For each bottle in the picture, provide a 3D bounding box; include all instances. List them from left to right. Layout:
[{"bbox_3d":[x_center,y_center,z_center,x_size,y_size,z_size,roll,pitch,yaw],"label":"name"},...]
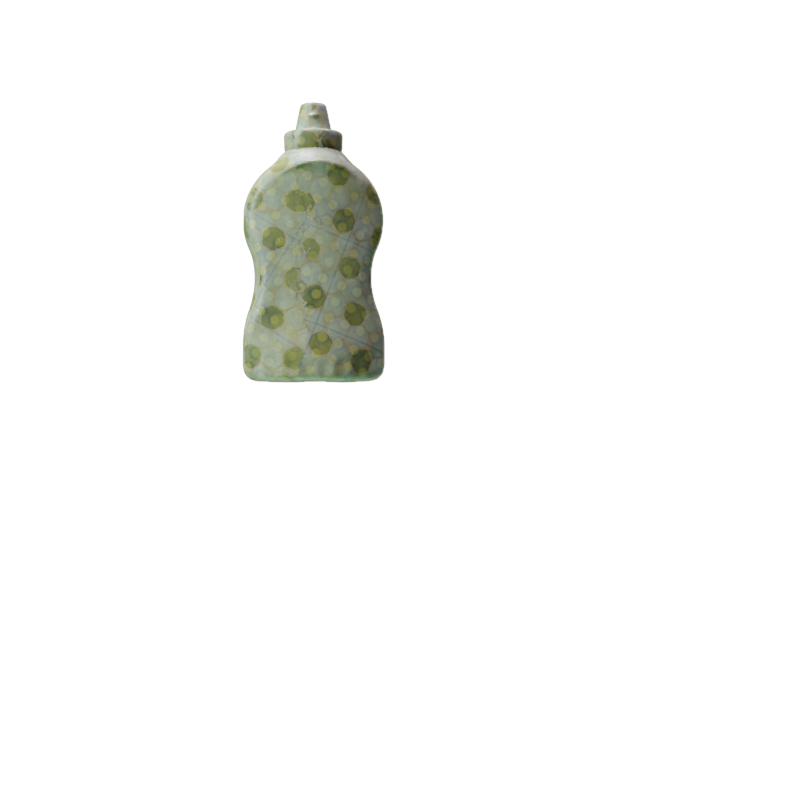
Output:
[{"bbox_3d":[-0.060,-0.109,0.764,0.096,0.194,0.058,0,-6,-3],"label":"bottle"}]
